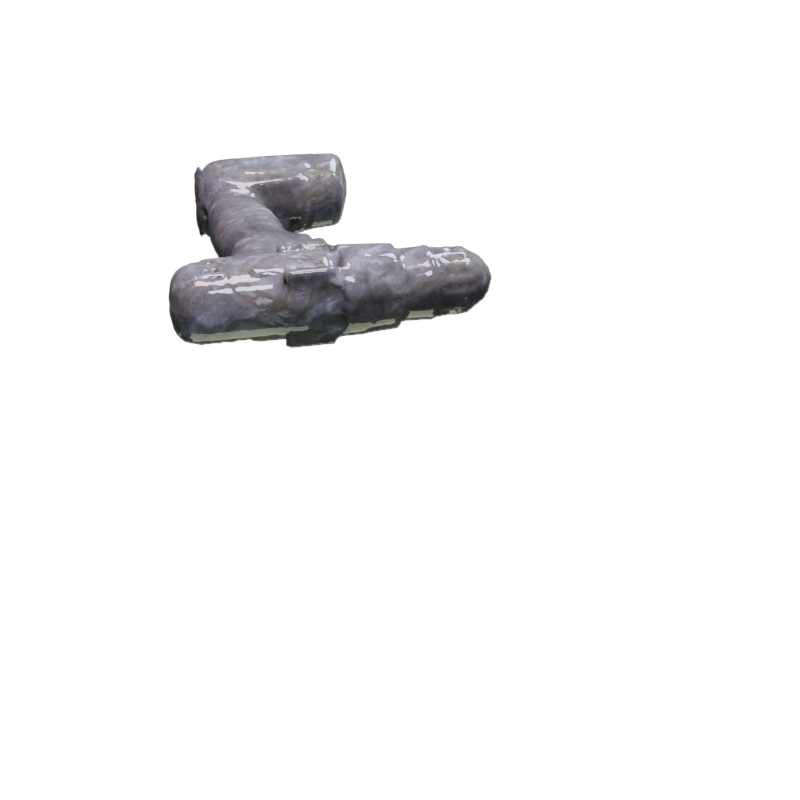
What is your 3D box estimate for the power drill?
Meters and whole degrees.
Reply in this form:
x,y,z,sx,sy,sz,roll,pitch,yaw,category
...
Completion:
x,y,z,sx,sy,sz,roll,pitch,yaw,category
-0.054,-0.099,0.692,0.182,0.054,0.200,-5,29,-10,power drill
